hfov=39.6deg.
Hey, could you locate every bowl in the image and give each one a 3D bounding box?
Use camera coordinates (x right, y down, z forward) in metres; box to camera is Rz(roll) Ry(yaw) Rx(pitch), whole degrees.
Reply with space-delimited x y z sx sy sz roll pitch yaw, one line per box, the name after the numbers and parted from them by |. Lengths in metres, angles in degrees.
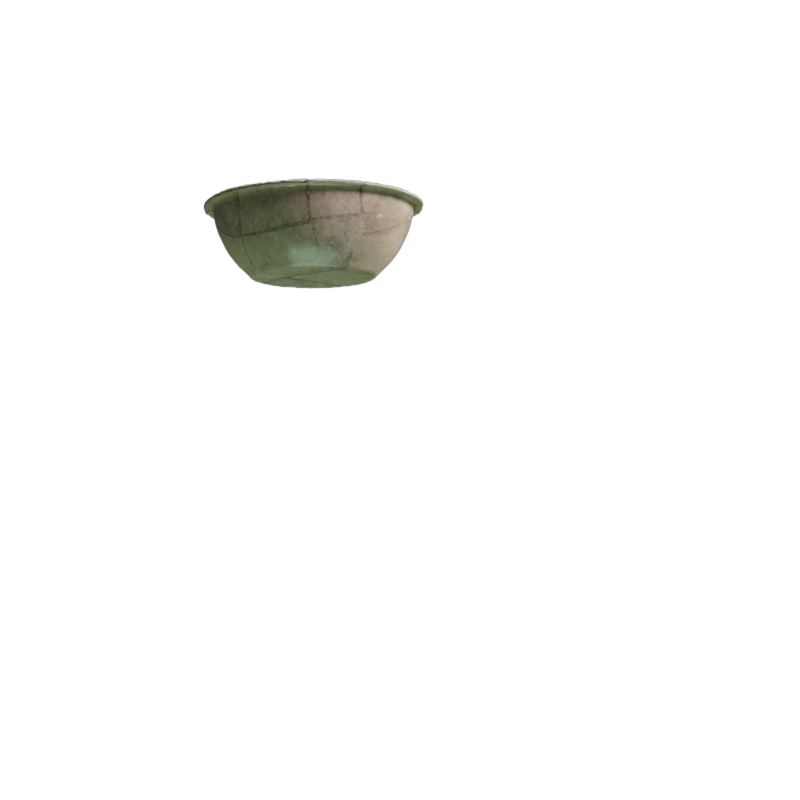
-0.063 -0.116 0.810 0.162 0.056 0.159 0 -5 -2 | bowl
